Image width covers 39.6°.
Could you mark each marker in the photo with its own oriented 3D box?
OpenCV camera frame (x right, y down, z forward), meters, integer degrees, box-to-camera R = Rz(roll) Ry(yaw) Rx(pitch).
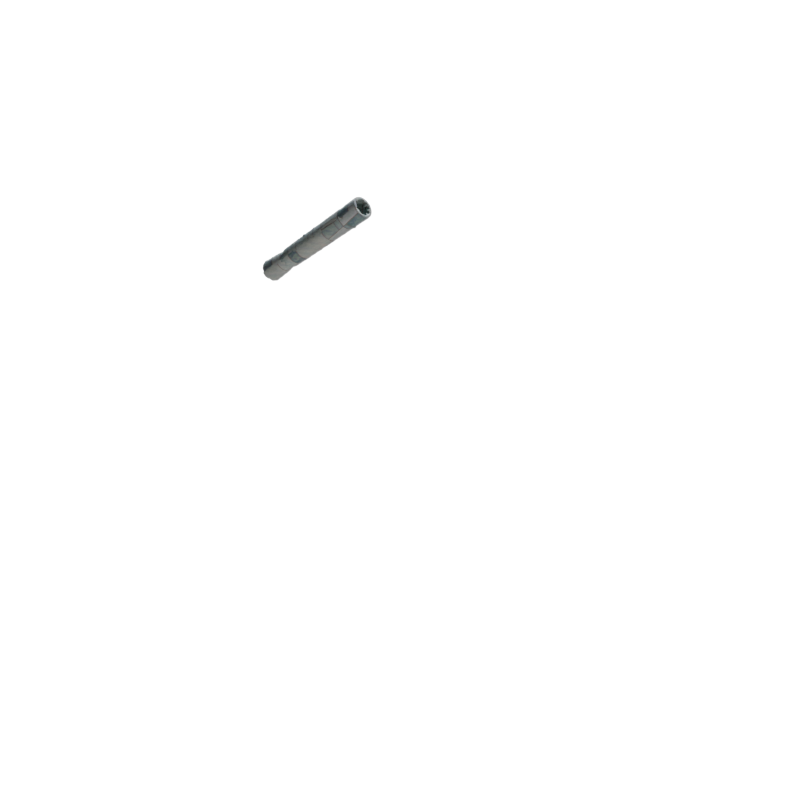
[{"bbox_3d":[-0.070,-0.128,0.895,0.120,0.021,0.019,-28,-16,39],"label":"marker"}]
